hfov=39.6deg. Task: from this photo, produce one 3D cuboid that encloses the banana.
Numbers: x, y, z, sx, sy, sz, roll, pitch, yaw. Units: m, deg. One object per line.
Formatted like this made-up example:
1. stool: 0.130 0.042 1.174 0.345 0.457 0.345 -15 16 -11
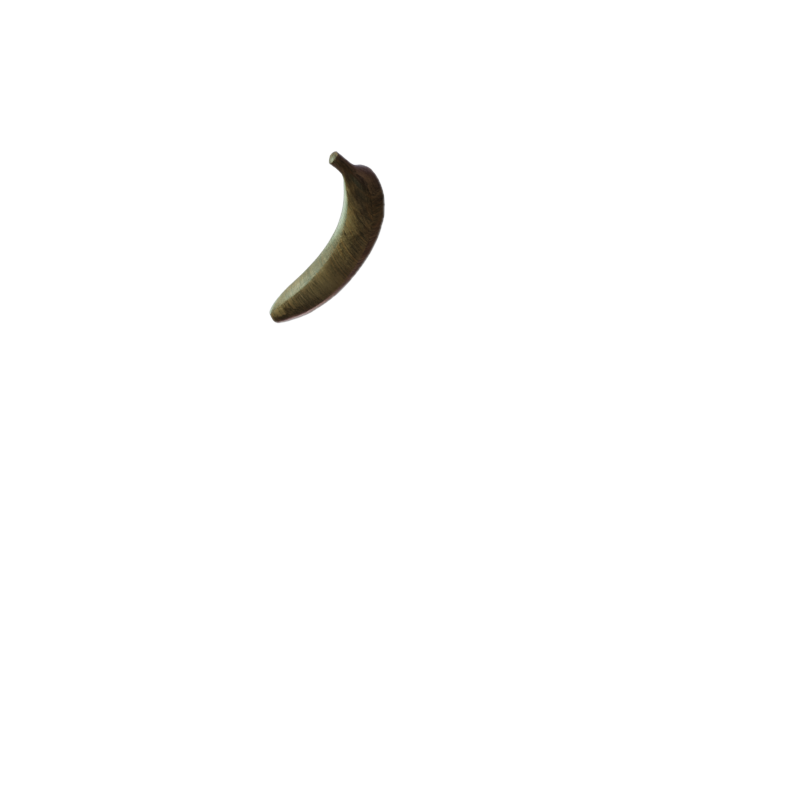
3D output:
1. banana: -0.058 -0.139 0.985 0.068 0.188 0.039 15 39 -14
